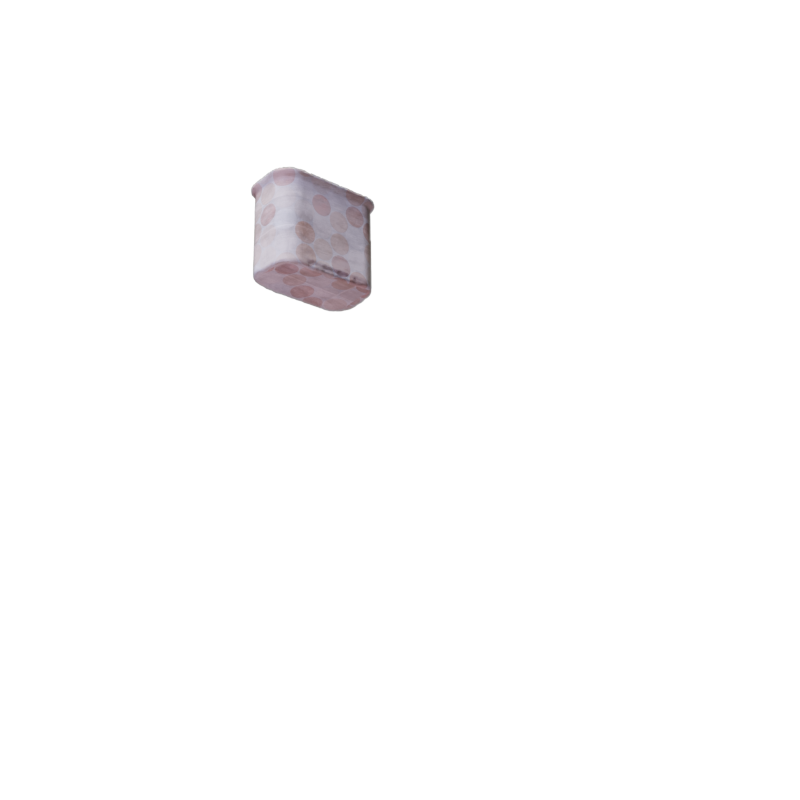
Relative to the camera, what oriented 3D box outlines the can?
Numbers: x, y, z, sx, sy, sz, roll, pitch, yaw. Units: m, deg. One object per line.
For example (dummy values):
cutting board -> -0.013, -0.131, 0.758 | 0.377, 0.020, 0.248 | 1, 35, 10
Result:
can -> -0.069, -0.126, 0.886 | 0.096, 0.089, 0.057 | 18, -32, -35
